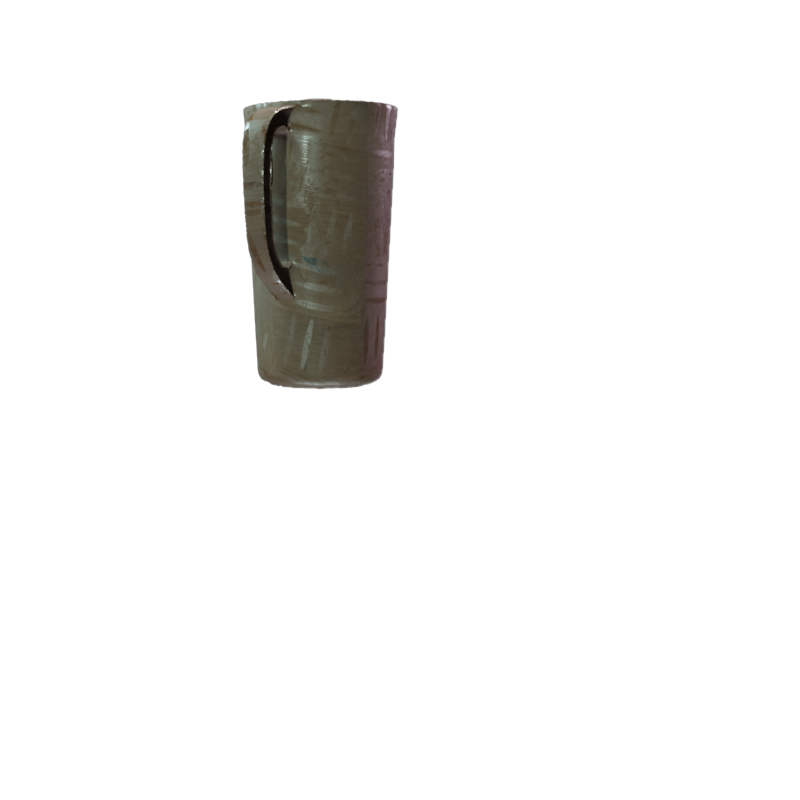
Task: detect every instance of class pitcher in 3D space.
[{"bbox_3d":[-0.074,-0.135,0.945,0.146,0.243,0.148,0,1,-18],"label":"pitcher"}]
